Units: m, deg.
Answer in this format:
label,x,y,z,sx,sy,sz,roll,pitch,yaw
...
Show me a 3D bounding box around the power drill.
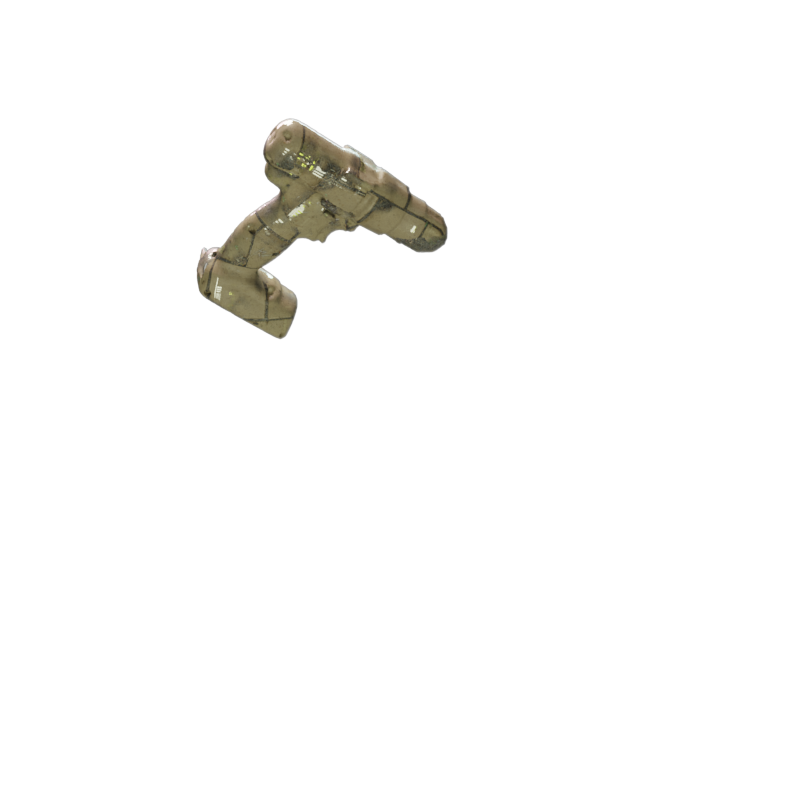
label,x,y,z,sx,sy,sz,roll,pitch,yaw
power drill,-0.077,-0.140,0.980,0.176,0.184,0.061,32,29,-21
